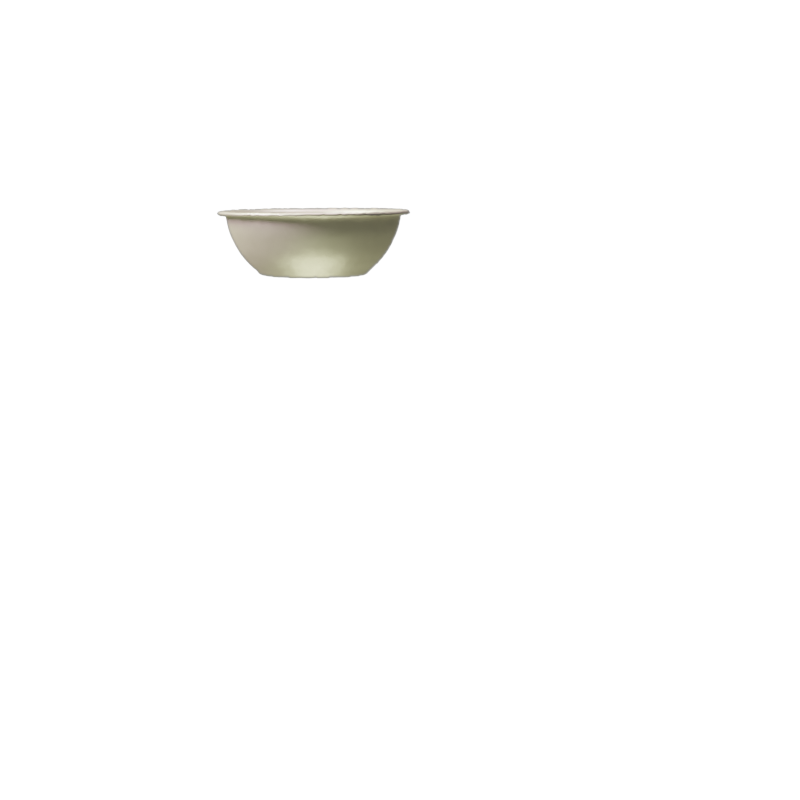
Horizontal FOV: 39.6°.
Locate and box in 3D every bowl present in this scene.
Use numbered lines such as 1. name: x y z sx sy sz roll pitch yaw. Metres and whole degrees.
1. bowl: -0.073 -0.134 0.936 0.162 0.054 0.165 0 10 -2
